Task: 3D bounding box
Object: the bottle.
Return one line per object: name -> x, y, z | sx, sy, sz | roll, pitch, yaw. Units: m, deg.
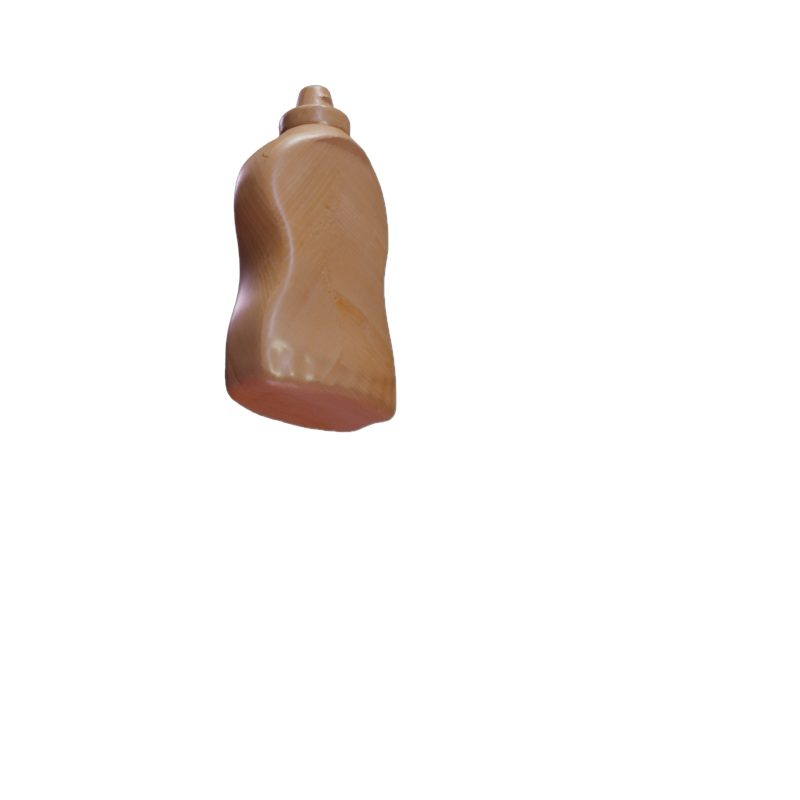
bottle -> -0.046, -0.086, 0.598 | 0.090, 0.203, 0.059 | 19, -32, -39
